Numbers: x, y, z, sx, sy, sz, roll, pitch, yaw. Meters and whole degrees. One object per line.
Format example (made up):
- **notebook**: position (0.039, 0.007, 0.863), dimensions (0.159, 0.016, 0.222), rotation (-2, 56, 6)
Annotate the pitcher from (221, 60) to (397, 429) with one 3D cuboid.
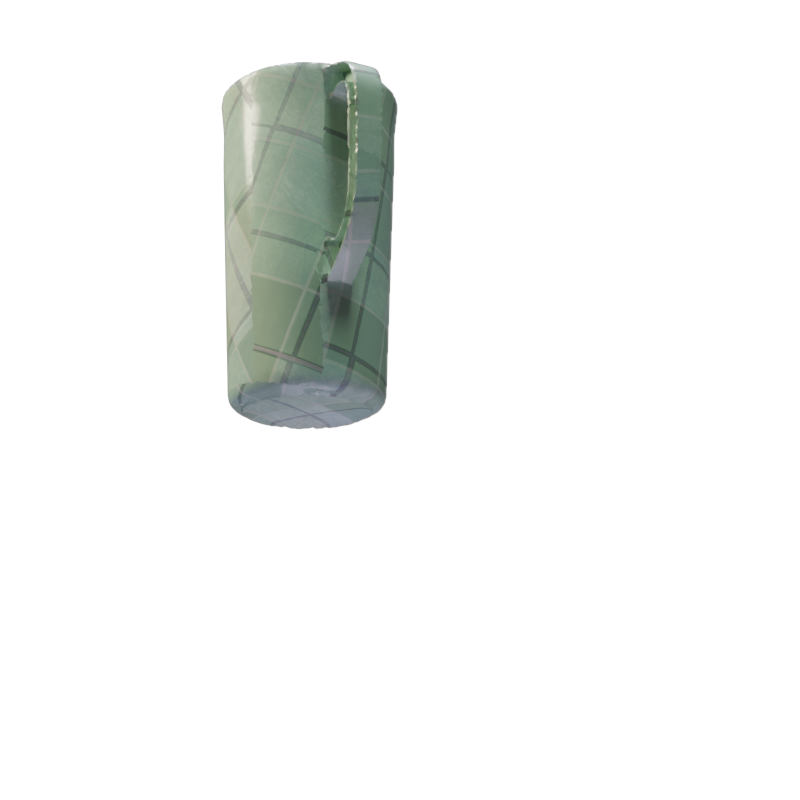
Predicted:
- **pitcher**: position (-0.062, -0.112, 0.786), dimensions (0.147, 0.256, 0.139), rotation (-8, -22, 17)
